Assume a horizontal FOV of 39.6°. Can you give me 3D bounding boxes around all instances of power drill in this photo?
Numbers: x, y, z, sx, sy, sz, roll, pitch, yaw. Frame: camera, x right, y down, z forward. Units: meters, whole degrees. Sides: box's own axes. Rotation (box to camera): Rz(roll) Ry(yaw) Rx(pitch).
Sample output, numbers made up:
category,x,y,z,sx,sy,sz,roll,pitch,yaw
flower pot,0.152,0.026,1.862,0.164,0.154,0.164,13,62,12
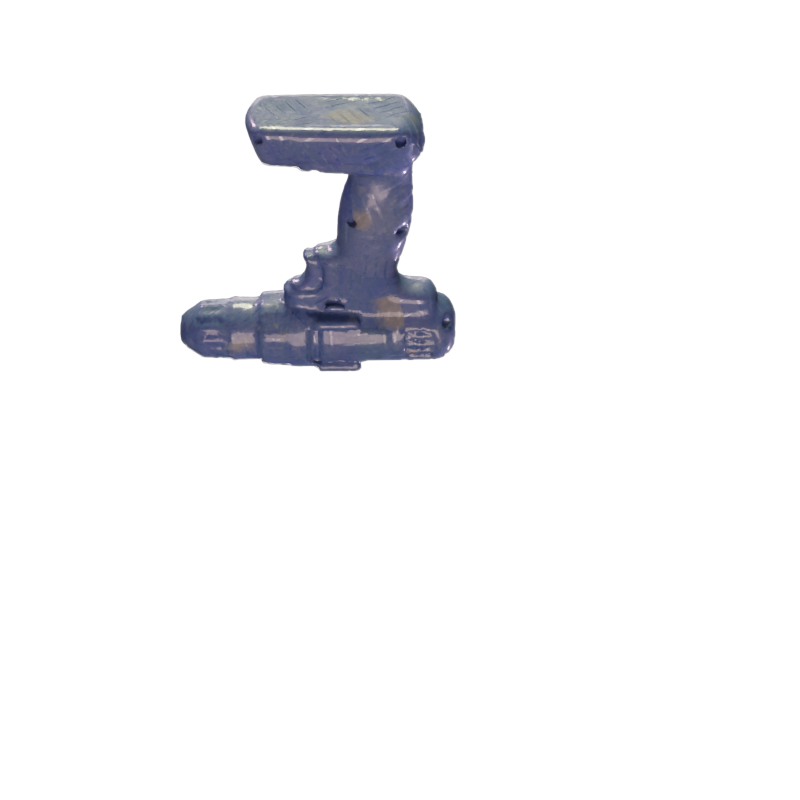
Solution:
category,x,y,z,sx,sy,sz,roll,pitch,yaw
power drill,-0.055,-0.101,0.707,0.184,0.175,0.061,-1,37,0
